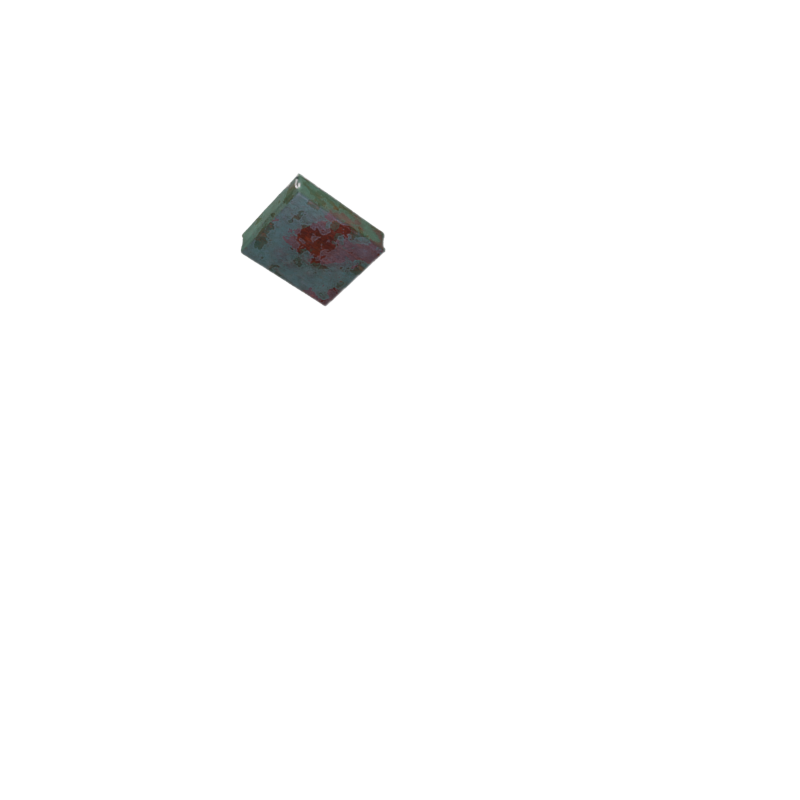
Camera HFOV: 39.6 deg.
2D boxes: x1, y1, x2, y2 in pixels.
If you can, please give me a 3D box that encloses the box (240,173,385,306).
[{"bbox_3d":[-0.068,-0.123,0.864,0.085,0.032,0.072,33,-59,-24],"label":"box"}]
